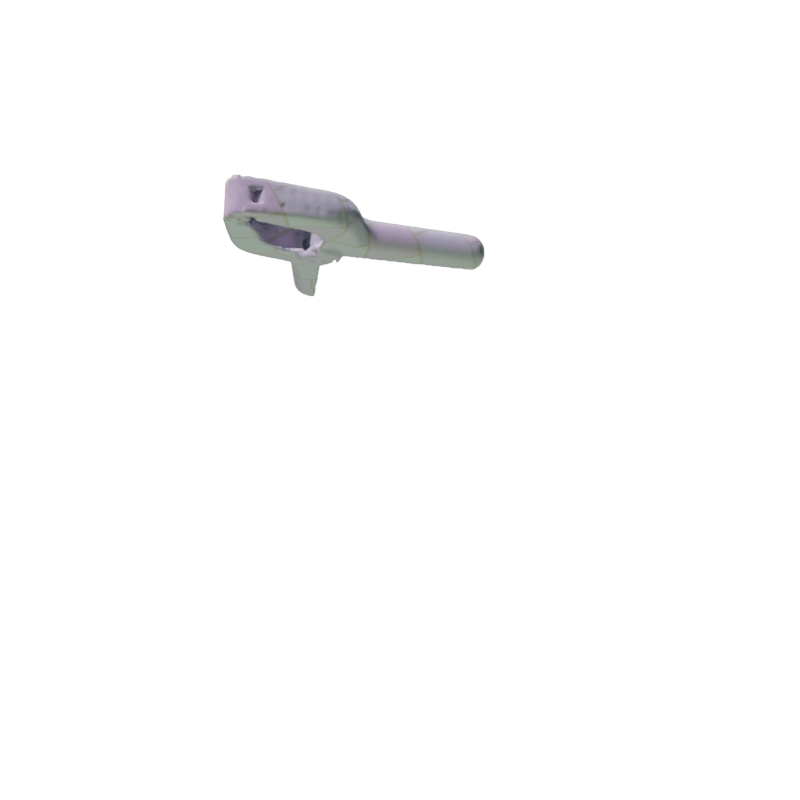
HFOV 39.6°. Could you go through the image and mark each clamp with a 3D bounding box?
[{"bbox_3d":[-0.062,-0.114,0.797,0.168,0.038,0.198,-9,-14,39],"label":"clamp"}]
